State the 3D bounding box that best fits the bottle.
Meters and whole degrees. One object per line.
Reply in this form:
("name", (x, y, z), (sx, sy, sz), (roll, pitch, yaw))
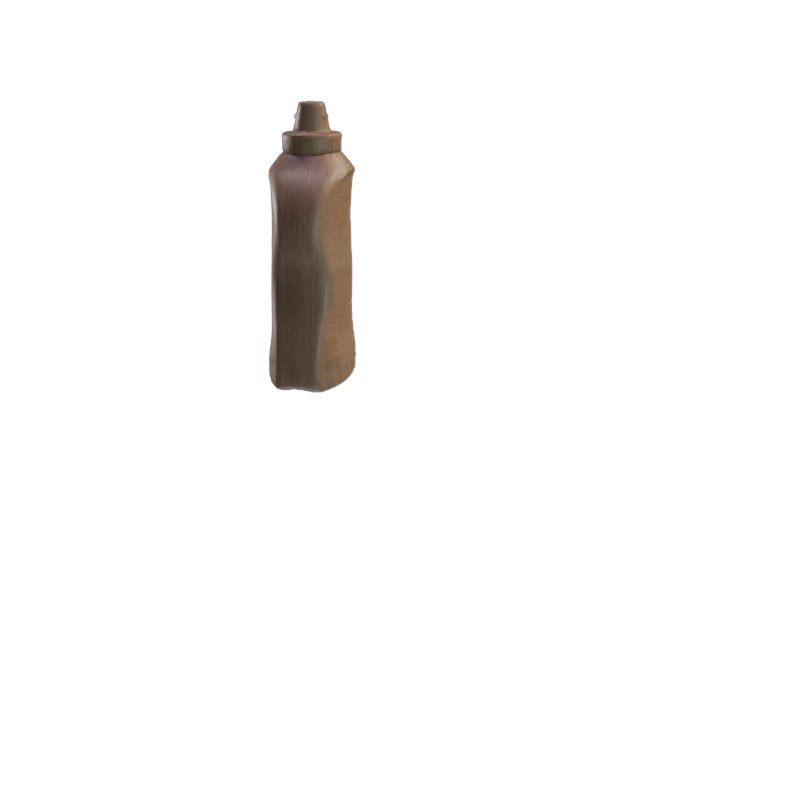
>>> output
("bottle", (-0.060, -0.109, 0.763), (0.059, 0.186, 0.097), (3, 13, 12))
